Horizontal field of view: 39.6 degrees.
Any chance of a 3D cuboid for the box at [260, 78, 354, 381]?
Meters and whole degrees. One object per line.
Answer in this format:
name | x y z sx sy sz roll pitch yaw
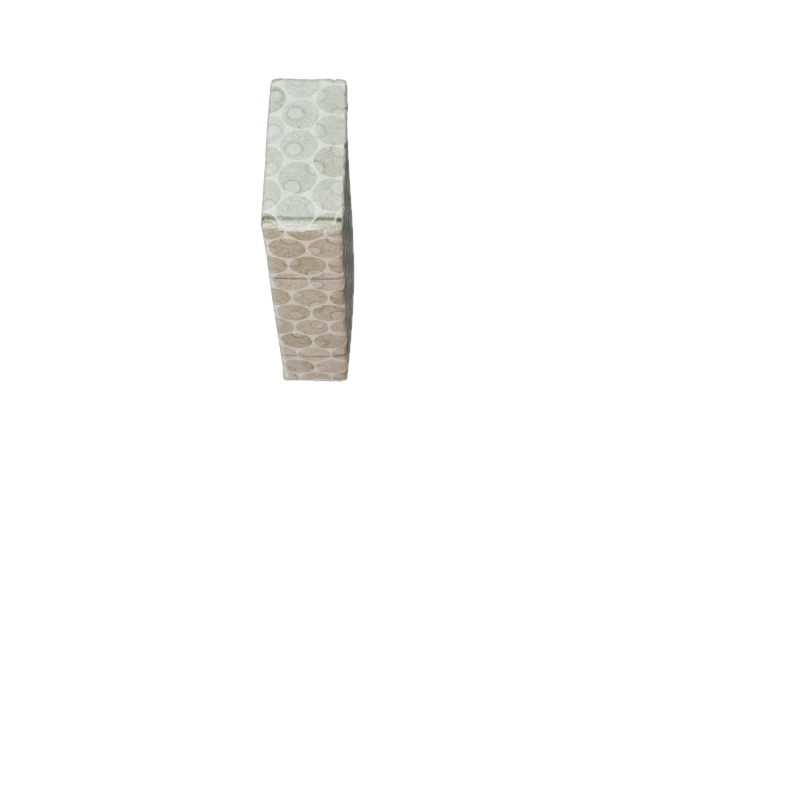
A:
box | -0.048 -0.088 0.615 0.048 0.099 0.167 2 -25 -3
